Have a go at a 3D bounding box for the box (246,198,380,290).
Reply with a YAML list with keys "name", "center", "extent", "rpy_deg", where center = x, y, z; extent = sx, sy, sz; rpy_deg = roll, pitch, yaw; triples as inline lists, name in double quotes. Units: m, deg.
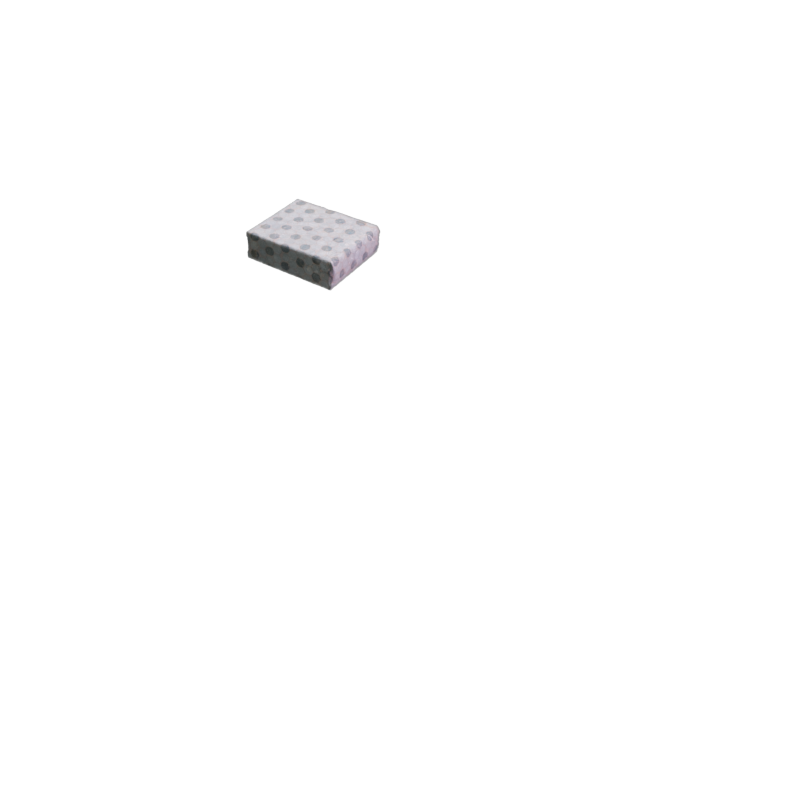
- name: "box"
  center: [-0.073, -0.134, 0.939]
  extent: [0.094, 0.028, 0.074]
  rpy_deg: [22, 41, 27]
